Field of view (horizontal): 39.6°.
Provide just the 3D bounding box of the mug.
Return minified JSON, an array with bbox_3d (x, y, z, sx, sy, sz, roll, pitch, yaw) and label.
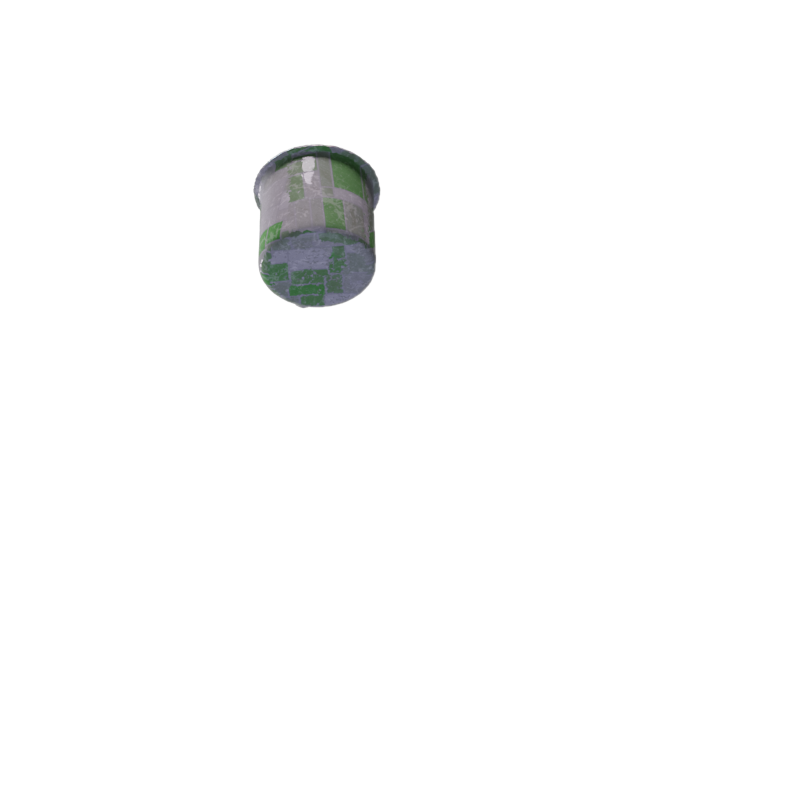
[{"bbox_3d":[-0.062,-0.114,0.796,0.091,0.087,0.111,9,-41,-13],"label":"mug"}]
